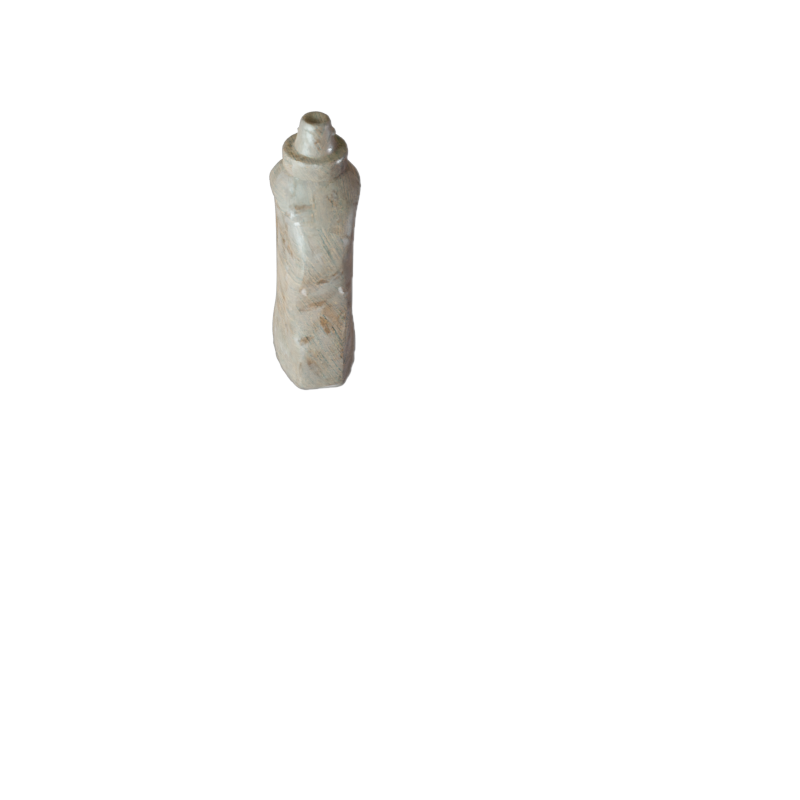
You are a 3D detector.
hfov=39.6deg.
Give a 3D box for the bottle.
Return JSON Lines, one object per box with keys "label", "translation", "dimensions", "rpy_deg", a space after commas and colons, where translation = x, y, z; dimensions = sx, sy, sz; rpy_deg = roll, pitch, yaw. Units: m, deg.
{"label": "bottle", "translation": [-0.057, -0.104, 0.731], "dimensions": [0.058, 0.179, 0.104], "rpy_deg": [-3, 43, -8]}
